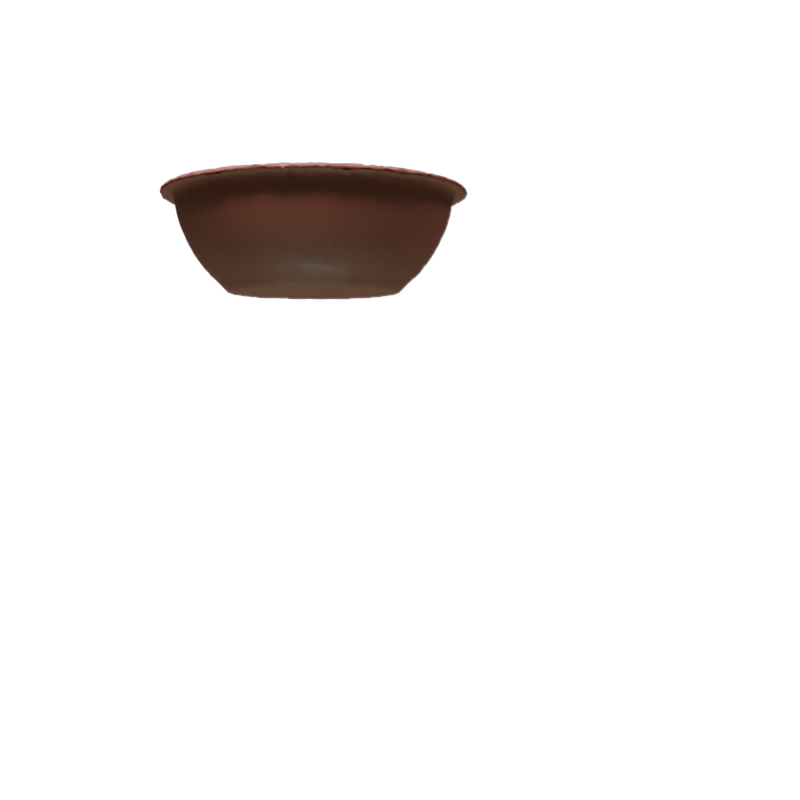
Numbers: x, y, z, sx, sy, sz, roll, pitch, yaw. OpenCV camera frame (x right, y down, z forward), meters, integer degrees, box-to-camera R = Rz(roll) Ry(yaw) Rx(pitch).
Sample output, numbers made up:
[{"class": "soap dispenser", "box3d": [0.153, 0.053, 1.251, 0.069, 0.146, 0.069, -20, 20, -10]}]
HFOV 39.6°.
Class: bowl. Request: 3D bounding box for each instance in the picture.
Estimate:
[{"class": "bowl", "box3d": [-0.046, -0.083, 0.585, 0.162, 0.056, 0.161, 0, 0, -2]}]
